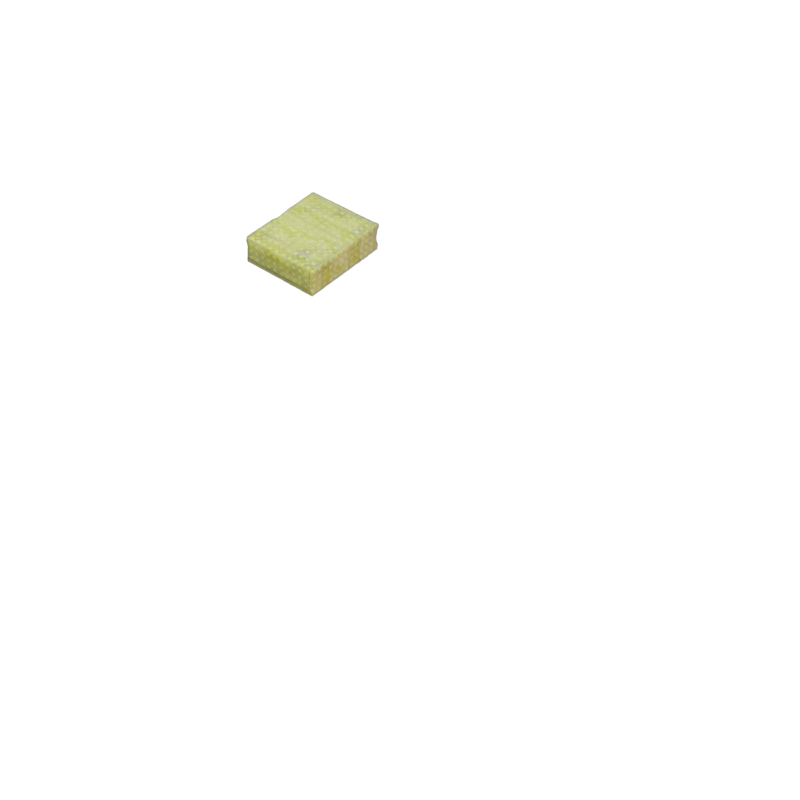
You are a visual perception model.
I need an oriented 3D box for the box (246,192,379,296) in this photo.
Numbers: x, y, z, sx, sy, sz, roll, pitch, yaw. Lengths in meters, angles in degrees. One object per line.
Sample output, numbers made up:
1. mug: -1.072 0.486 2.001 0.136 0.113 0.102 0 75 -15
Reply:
1. box: -0.072 -0.132 0.927 0.077 0.028 0.090 28 49 27
